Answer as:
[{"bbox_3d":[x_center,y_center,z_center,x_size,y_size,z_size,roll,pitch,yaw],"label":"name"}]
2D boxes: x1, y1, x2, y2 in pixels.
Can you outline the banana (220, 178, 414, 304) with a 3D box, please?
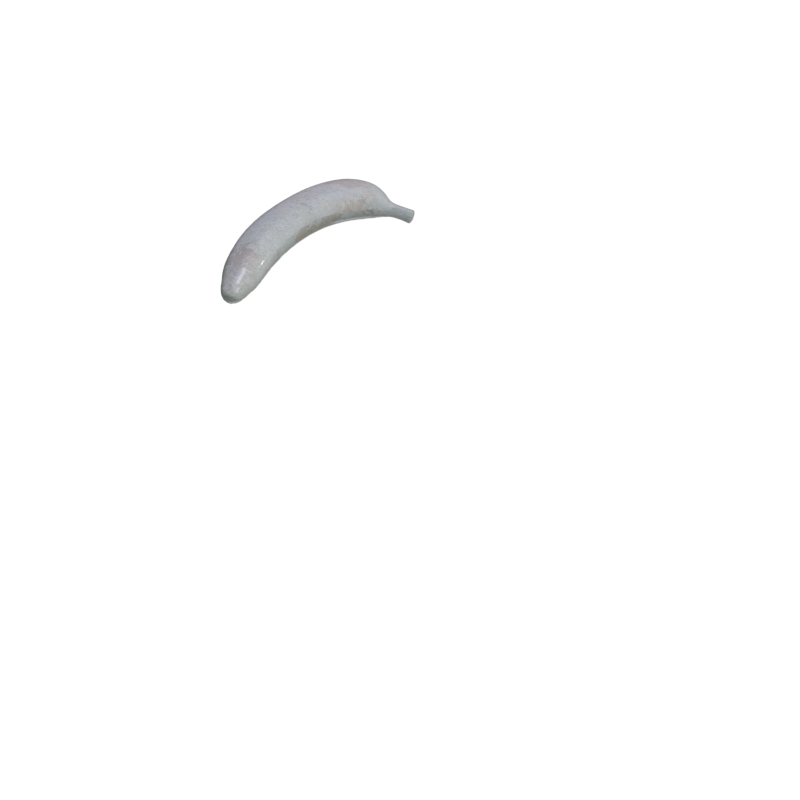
[{"bbox_3d":[-0.081,-0.145,0.936,0.197,0.034,0.075,-30,52,-27],"label":"banana"}]
